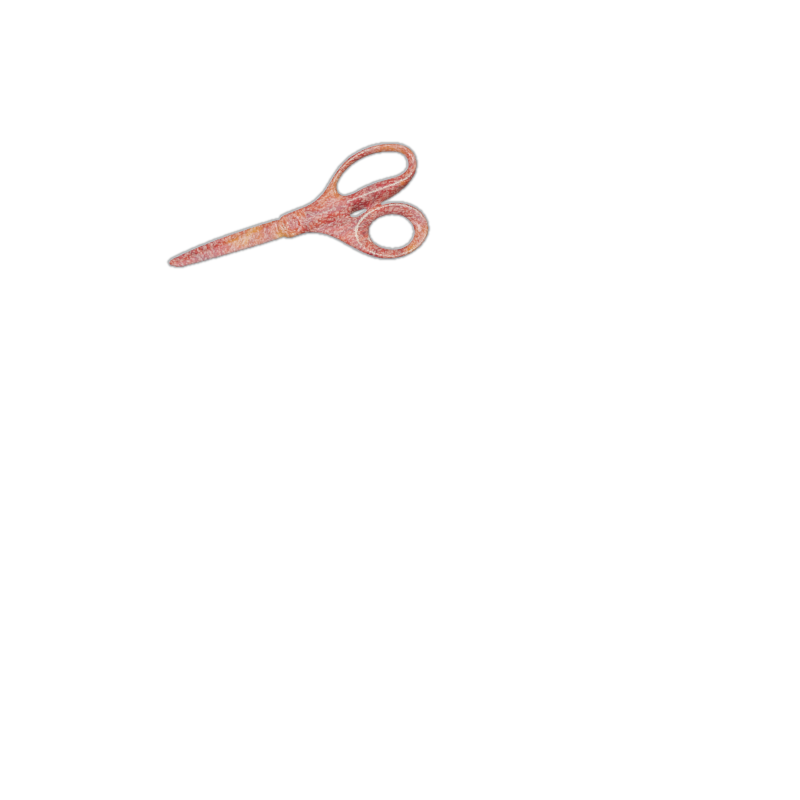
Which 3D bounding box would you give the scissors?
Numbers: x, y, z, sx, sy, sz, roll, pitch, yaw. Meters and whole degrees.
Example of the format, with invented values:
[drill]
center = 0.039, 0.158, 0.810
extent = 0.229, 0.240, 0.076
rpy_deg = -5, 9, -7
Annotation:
[scissors]
center = -0.066, -0.120, 0.840
extent = 0.202, 0.097, 0.016
rpy_deg = -33, -4, -3
